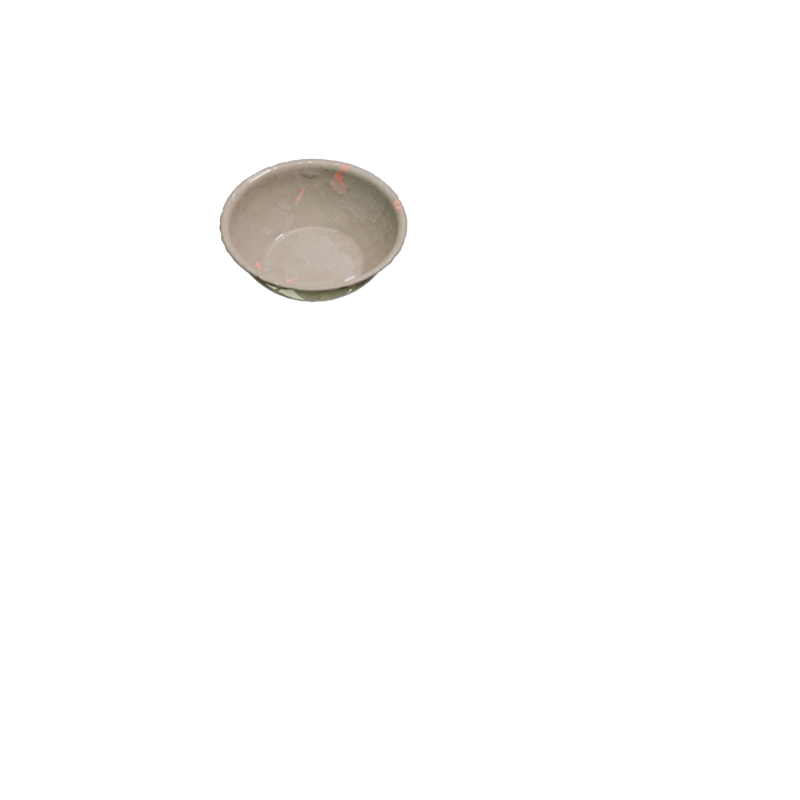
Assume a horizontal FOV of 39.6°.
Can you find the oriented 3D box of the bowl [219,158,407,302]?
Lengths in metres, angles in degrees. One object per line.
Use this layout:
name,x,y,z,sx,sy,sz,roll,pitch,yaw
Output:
bowl,-0.076,-0.139,0.970,0.162,0.174,0.051,-1,-41,-1
